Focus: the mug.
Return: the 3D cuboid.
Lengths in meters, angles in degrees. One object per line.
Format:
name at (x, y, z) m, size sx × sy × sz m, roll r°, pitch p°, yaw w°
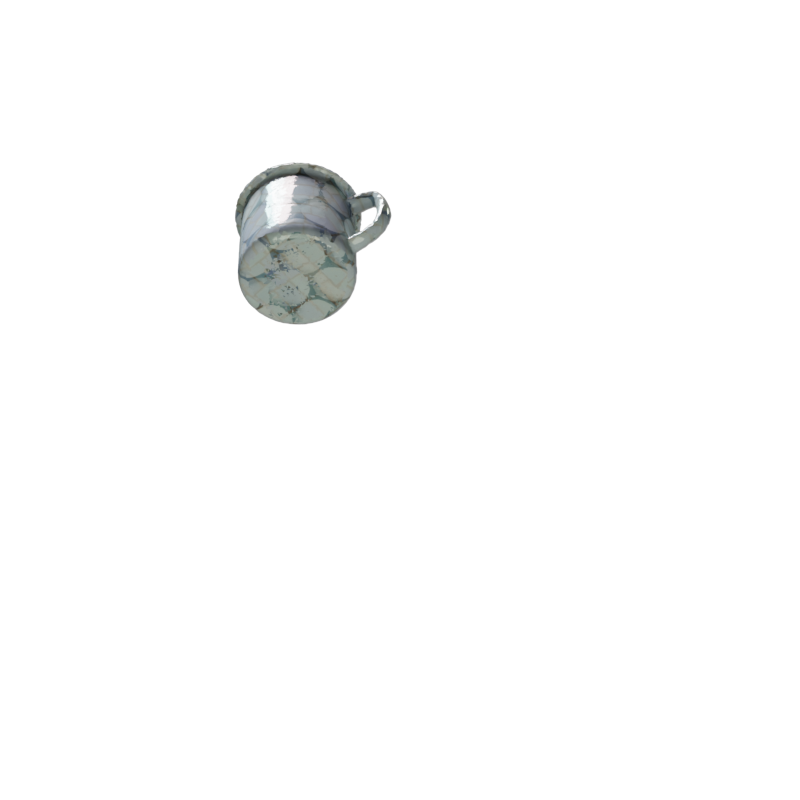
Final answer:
mug at (-0.061, -0.111, 0.778) m, size 0.118 × 0.087 × 0.087 m, roll -19°, pitch 36°, yaw 12°
